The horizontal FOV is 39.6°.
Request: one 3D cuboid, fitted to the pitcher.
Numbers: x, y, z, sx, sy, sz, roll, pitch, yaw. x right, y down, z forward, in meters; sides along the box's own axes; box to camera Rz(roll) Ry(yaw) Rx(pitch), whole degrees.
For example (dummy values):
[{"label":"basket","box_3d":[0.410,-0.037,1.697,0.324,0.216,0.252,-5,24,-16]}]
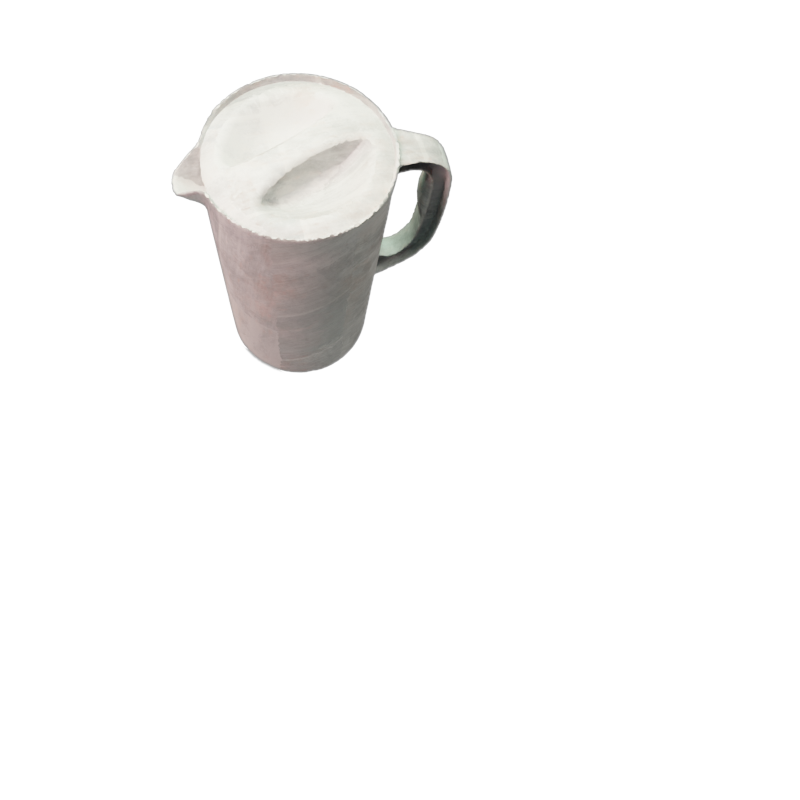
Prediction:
[{"label":"pitcher","box_3d":[-0.064,-0.117,0.817,0.154,0.148,0.229,32,-23,12]}]
